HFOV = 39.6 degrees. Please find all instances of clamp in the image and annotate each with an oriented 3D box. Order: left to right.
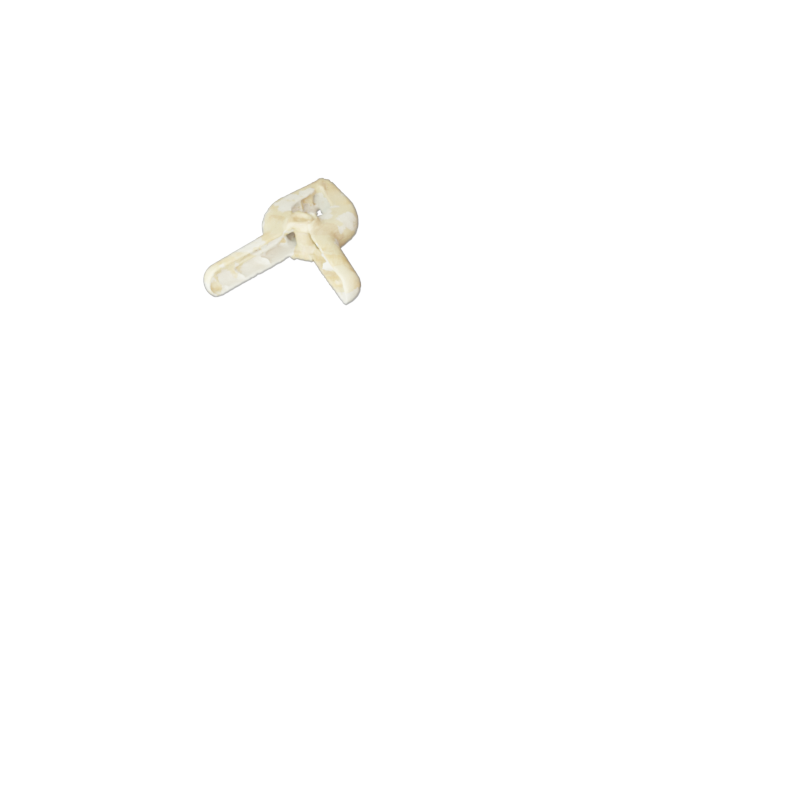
[{"bbox_3d":[-0.069,-0.126,0.883,0.124,0.037,0.178,13,40,15],"label":"clamp"}]
